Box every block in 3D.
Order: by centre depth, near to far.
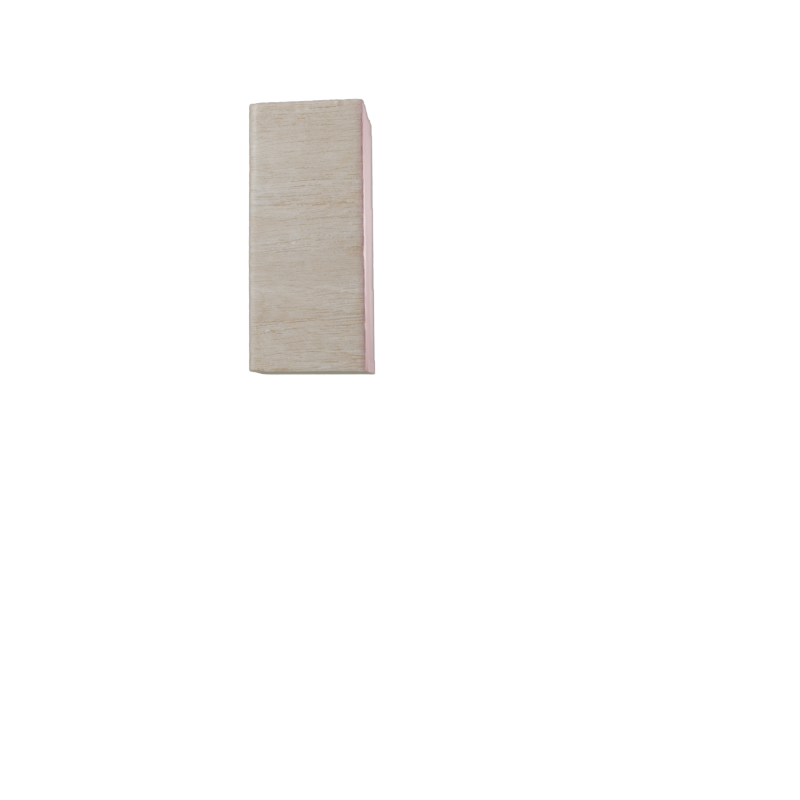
[{"bbox_3d":[-0.069,-0.125,0.874,0.091,0.210,0.088,-1,-7,5],"label":"block"}]
